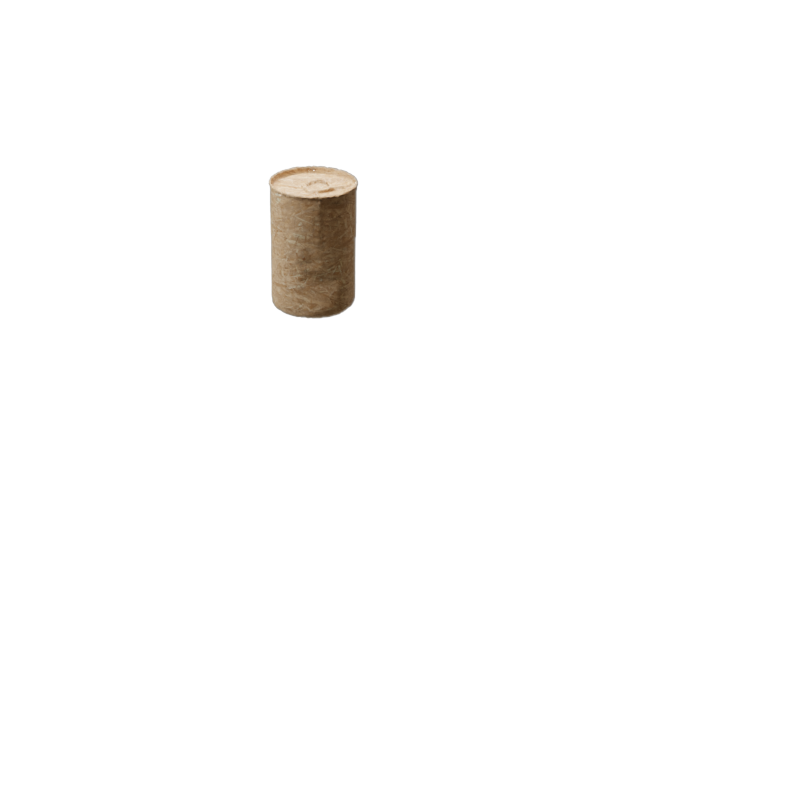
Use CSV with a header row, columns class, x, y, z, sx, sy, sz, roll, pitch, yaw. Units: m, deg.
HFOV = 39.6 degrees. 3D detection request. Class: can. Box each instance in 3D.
class,x,y,z,sx,sy,sz,roll,pitch,yaw
can,-0.068,-0.123,0.863,0.068,0.097,0.072,0,27,-2
